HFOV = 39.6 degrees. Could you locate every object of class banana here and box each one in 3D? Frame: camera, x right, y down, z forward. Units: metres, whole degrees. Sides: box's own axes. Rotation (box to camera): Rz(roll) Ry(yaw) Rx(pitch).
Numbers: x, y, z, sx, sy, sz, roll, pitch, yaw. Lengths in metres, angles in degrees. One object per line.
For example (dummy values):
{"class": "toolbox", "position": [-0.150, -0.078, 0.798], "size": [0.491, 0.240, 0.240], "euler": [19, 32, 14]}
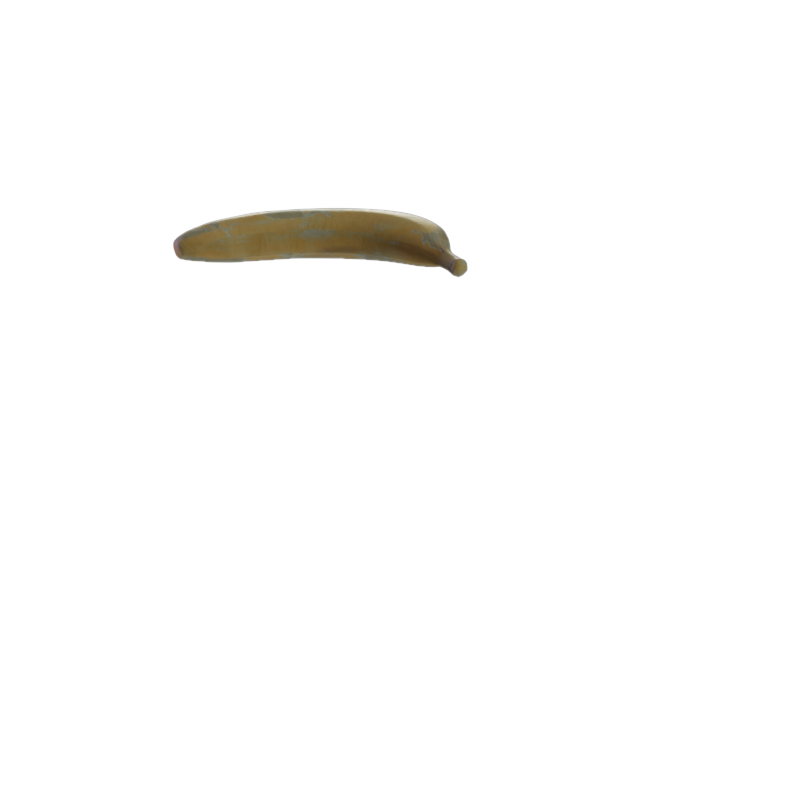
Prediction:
{"class": "banana", "position": [-0.052, -0.111, 0.758], "size": [0.200, 0.036, 0.071], "euler": [3, 16, 9]}
